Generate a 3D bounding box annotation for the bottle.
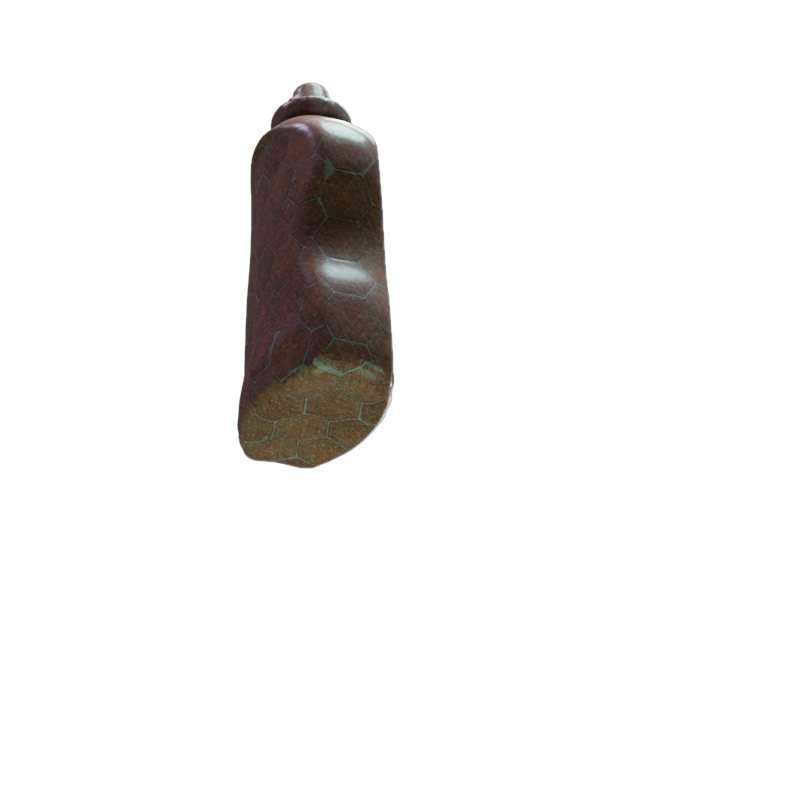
[{"bbox_3d":[-0.041,-0.074,0.517,0.057,0.205,0.092,11,-36,-20],"label":"bottle"}]
